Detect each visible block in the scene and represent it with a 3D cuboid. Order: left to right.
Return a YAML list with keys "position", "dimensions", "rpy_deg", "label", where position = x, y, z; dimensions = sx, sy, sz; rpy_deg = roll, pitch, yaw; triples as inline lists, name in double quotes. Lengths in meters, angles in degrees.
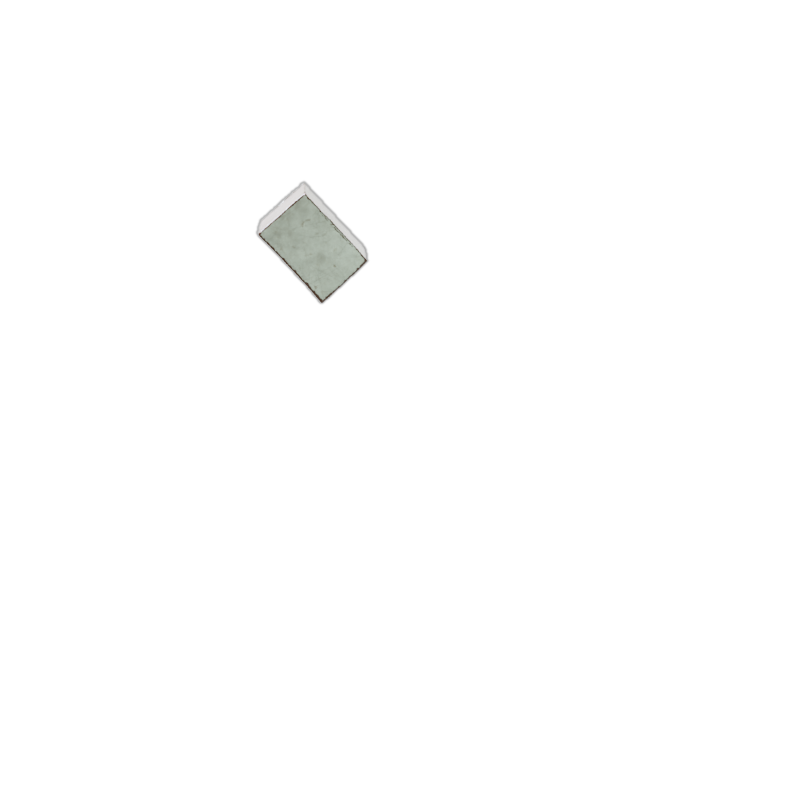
- position: [-0.070, -0.128, 0.900]
  dimensions: [0.052, 0.076, 0.053]
  rpy_deg: [-41, 12, 9]
  label: "block"
